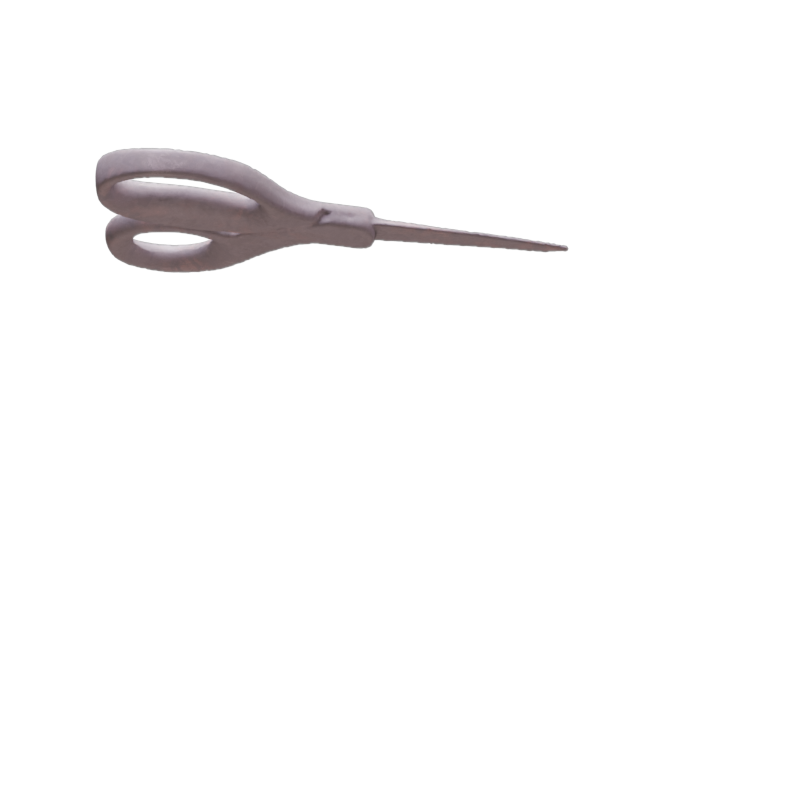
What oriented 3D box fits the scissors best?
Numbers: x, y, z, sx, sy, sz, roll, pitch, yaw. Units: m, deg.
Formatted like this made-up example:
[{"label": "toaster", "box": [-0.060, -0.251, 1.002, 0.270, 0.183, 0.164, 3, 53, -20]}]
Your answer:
[{"label": "scissors", "box": [-0.037, -0.068, 0.474, 0.193, 0.017, 0.095, 10, -22, -28]}]
